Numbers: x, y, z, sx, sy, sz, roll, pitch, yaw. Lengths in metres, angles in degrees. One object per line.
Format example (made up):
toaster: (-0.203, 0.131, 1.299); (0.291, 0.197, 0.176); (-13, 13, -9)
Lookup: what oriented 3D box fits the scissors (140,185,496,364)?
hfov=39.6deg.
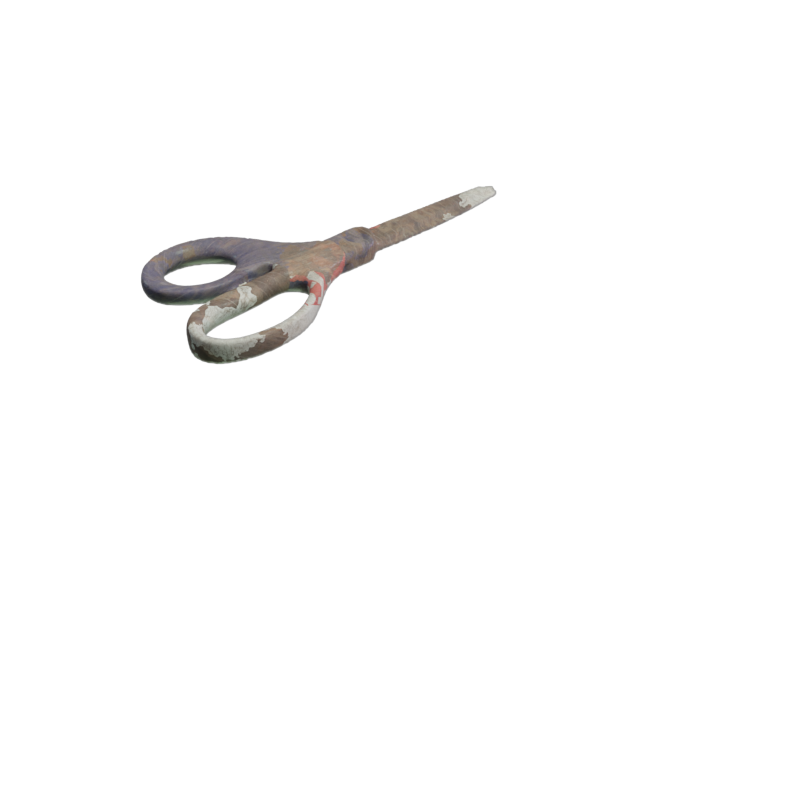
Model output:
scissors: (-0.042, -0.077, 0.542); (0.101, 0.015, 0.204); (21, 41, 26)
